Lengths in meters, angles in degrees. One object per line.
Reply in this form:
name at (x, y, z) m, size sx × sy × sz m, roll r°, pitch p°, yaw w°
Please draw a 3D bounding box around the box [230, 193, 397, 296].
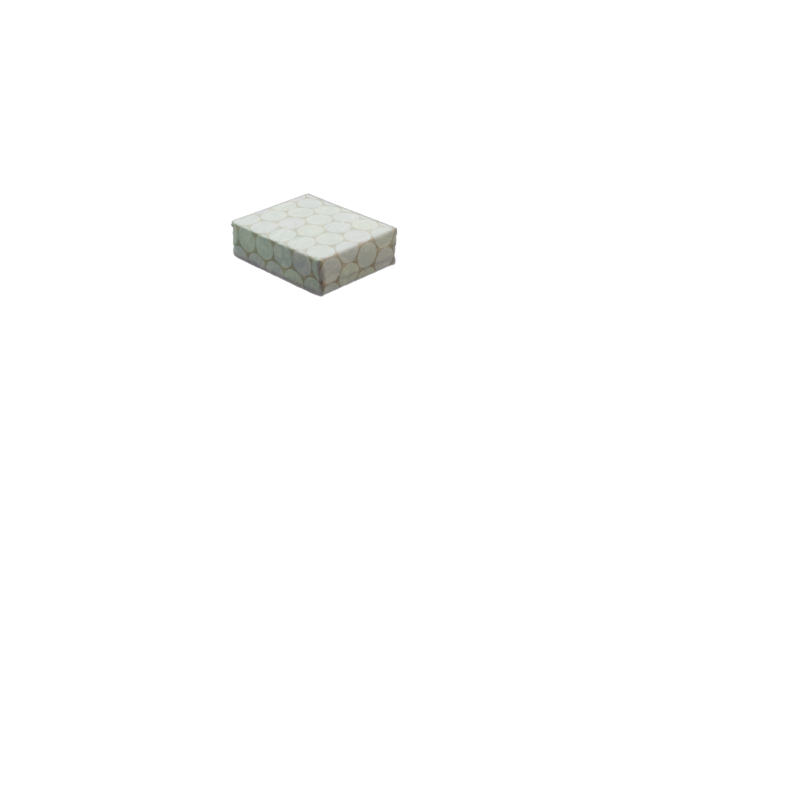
box at (-0.073, -0.133, 0.932) m, size 0.089 × 0.037 × 0.121 m, roll -28°, pitch 42°, yaw -37°
